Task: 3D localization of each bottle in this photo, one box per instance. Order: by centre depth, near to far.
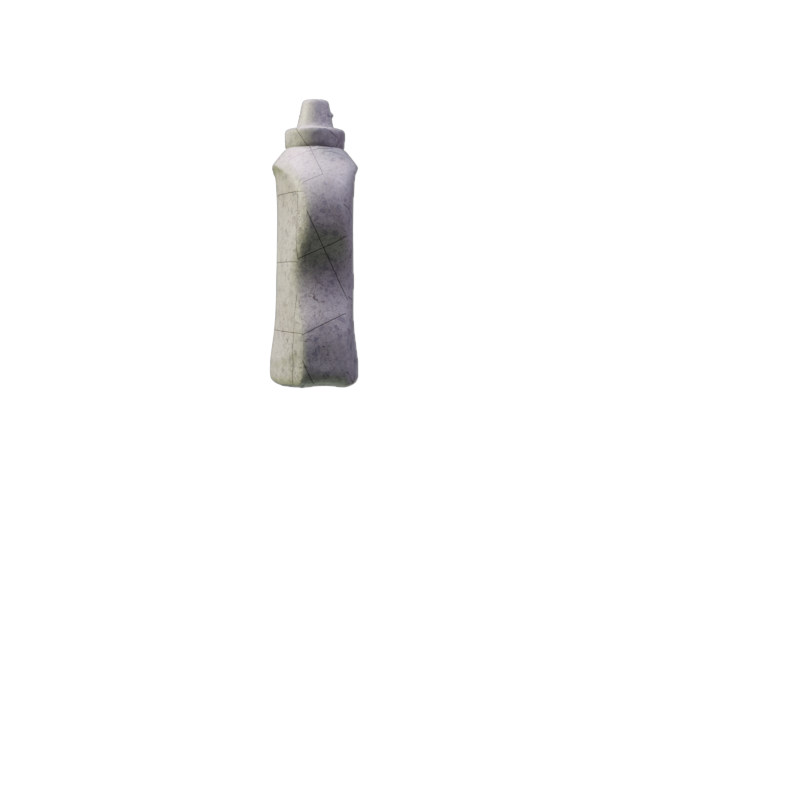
[{"bbox_3d":[-0.058,-0.107,0.749,0.058,0.193,0.097,0,-1,-10],"label":"bottle"}]
